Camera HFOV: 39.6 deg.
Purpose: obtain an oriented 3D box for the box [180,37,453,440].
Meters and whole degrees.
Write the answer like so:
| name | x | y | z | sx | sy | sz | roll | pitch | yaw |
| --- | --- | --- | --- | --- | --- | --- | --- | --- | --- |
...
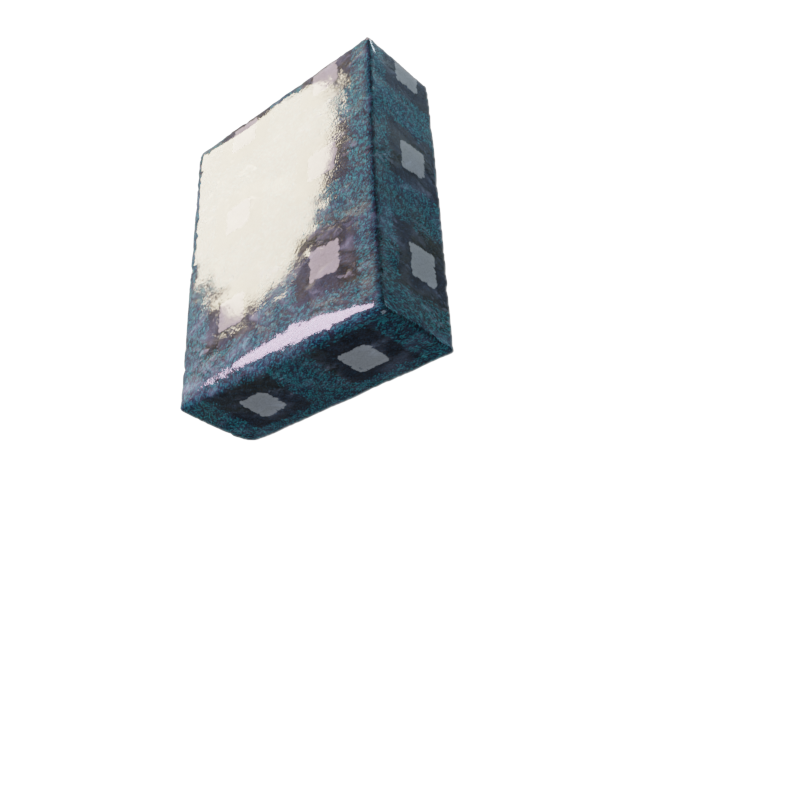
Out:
| name | x | y | z | sx | sy | sz | roll | pitch | yaw |
| --- | --- | --- | --- | --- | --- | --- | --- | --- | --- |
| box | -0.055 | -0.101 | 0.708 | 0.164 | 0.229 | 0.067 | -27 | -42 | 31 |
